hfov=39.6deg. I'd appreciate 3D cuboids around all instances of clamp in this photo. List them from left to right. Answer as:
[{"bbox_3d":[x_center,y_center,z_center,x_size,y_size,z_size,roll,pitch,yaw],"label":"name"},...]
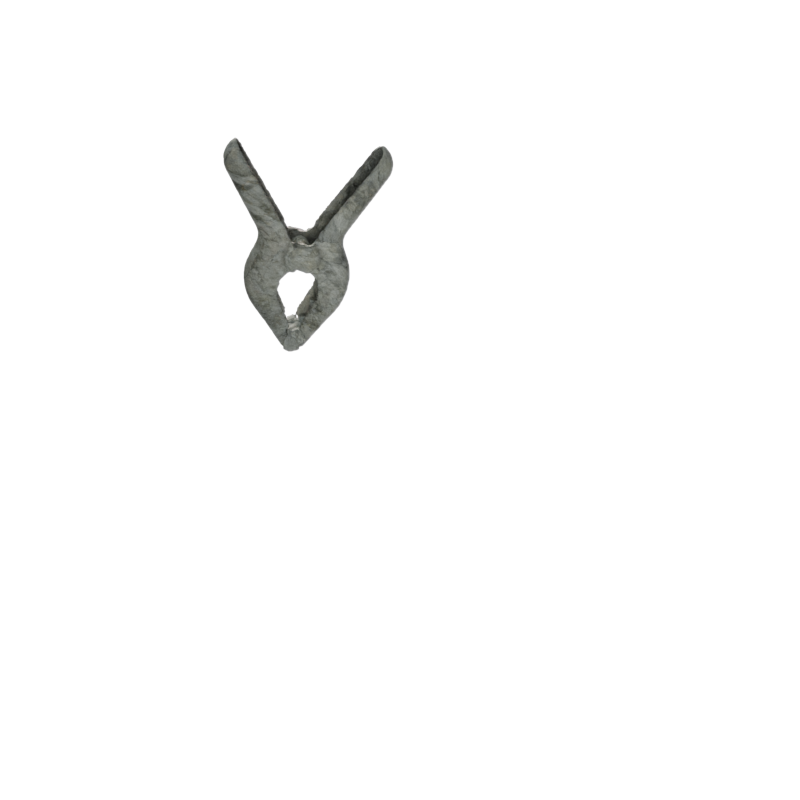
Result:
[{"bbox_3d":[-0.064,-0.117,0.819,0.120,0.161,0.042,-1,32,0],"label":"clamp"}]
